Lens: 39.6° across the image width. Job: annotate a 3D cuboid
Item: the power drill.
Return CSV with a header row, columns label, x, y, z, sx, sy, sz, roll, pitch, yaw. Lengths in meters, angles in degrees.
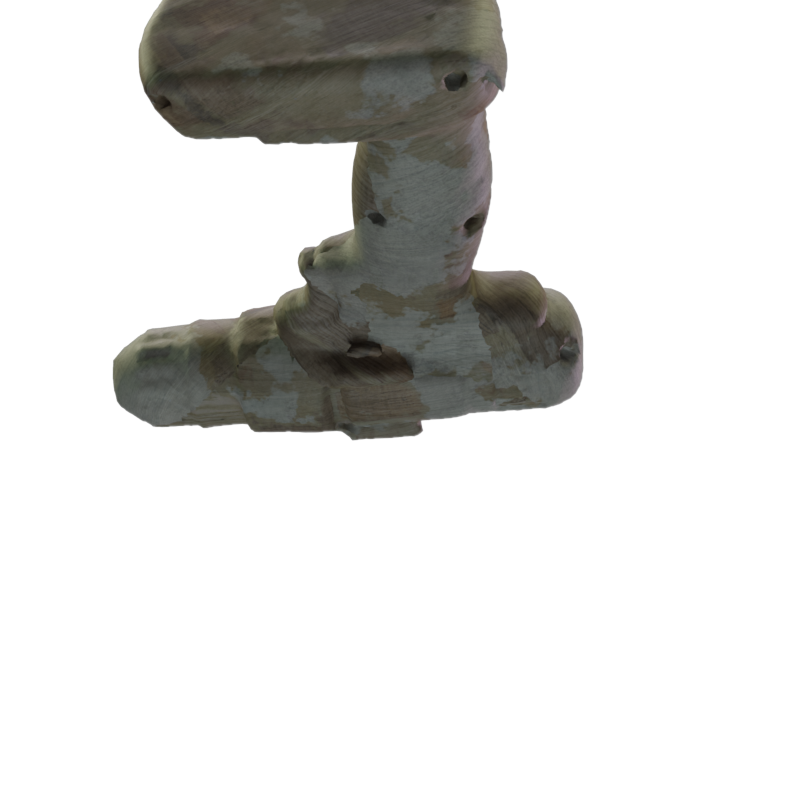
label,x,y,z,sx,sy,sz,roll,pitch,yaw
power drill,-0.030,-0.055,0.386,0.186,0.062,0.173,-5,-39,6
